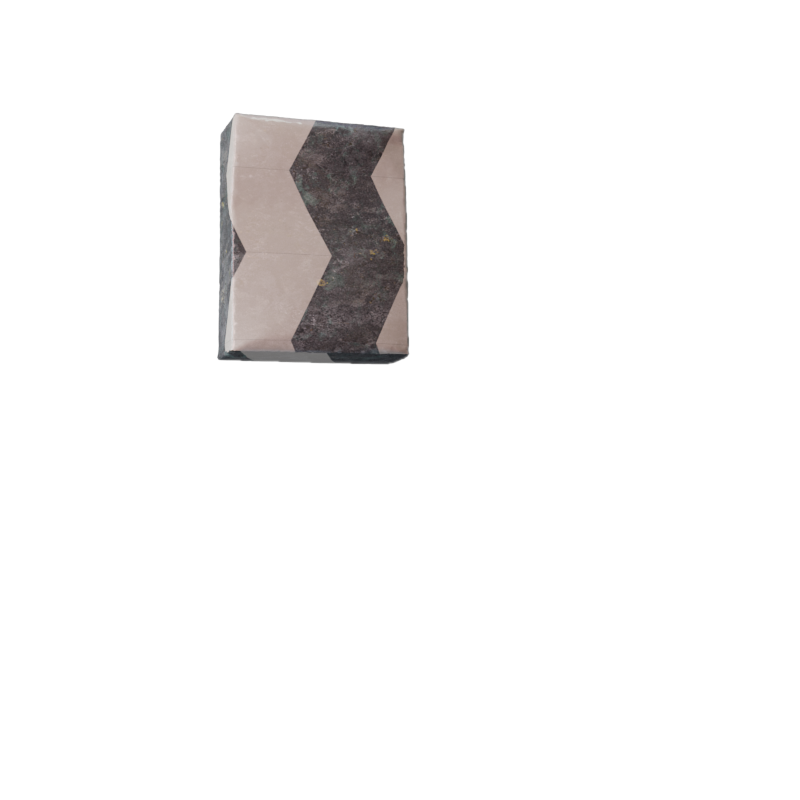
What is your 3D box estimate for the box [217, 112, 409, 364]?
[{"bbox_3d":[-0.078,-0.142,0.995,0.160,0.220,0.071,2,-12,-16],"label":"box"}]
